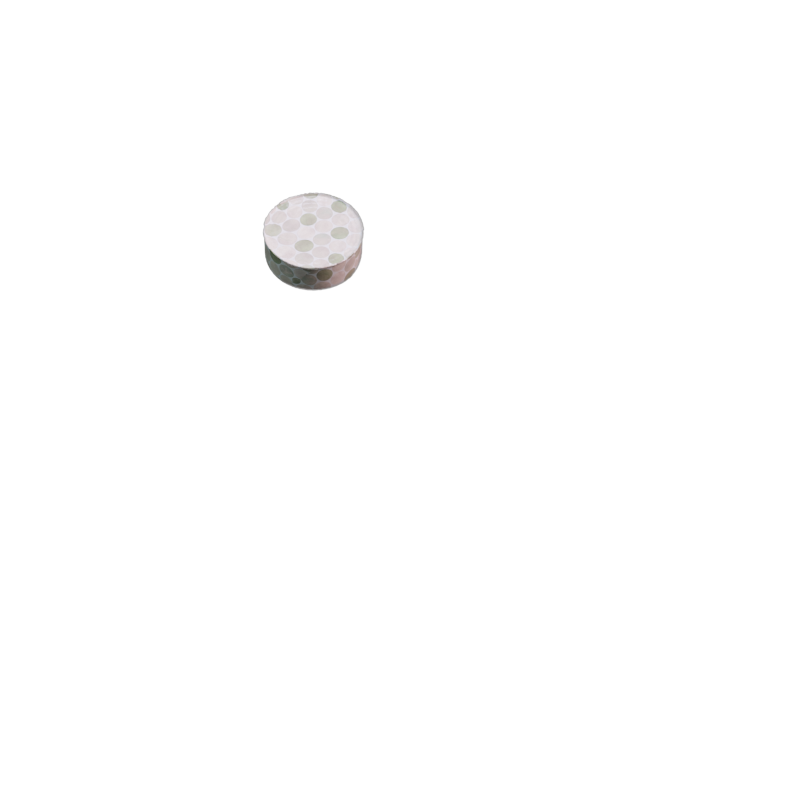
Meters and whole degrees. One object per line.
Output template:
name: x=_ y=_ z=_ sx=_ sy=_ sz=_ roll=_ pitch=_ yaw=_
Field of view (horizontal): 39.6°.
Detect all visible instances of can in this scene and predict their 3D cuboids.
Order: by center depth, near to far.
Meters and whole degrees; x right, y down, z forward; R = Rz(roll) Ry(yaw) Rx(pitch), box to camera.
can: x=-0.075 y=-0.136 z=0.952 sx=0.086 sy=0.092 sz=0.031 roll=-1 pitch=-38 yaw=-1
